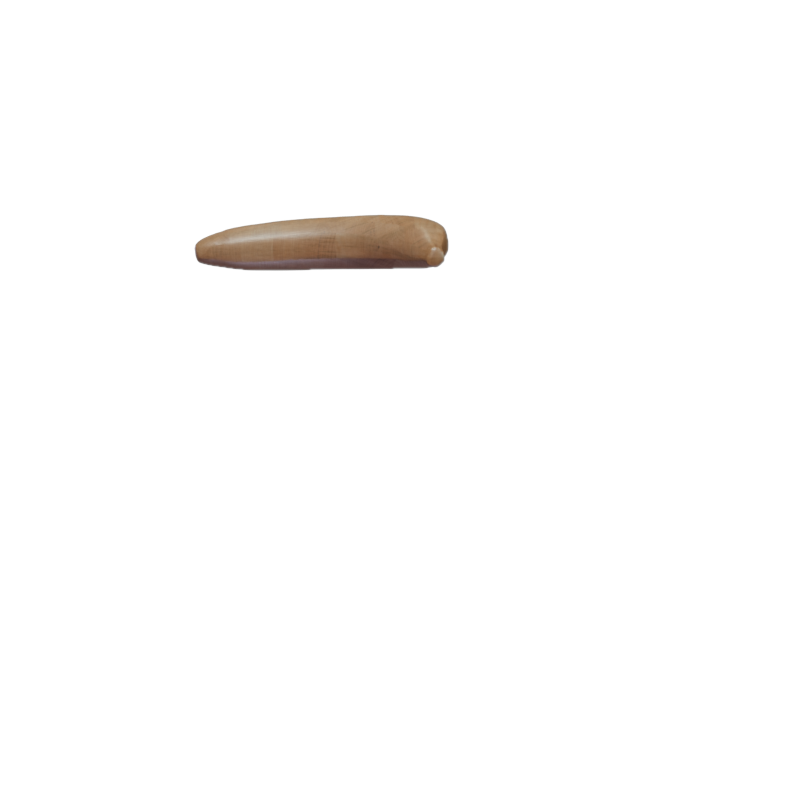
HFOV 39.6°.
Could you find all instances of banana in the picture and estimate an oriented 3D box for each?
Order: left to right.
[{"bbox_3d":[-0.045,-0.106,0.745,0.205,0.037,0.067,3,5,33],"label":"banana"}]
